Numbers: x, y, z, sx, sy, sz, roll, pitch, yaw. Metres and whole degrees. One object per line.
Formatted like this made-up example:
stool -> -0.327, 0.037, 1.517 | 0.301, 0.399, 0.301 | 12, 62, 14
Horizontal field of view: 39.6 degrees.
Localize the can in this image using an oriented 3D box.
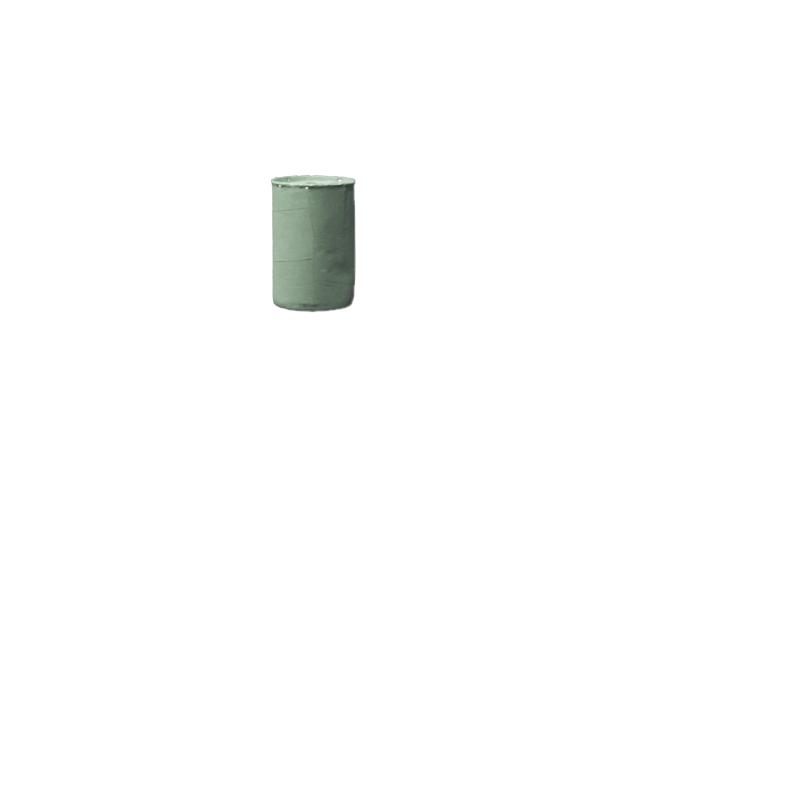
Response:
can -> -0.070, -0.128, 0.897 | 0.068, 0.100, 0.071 | 0, 12, -2
